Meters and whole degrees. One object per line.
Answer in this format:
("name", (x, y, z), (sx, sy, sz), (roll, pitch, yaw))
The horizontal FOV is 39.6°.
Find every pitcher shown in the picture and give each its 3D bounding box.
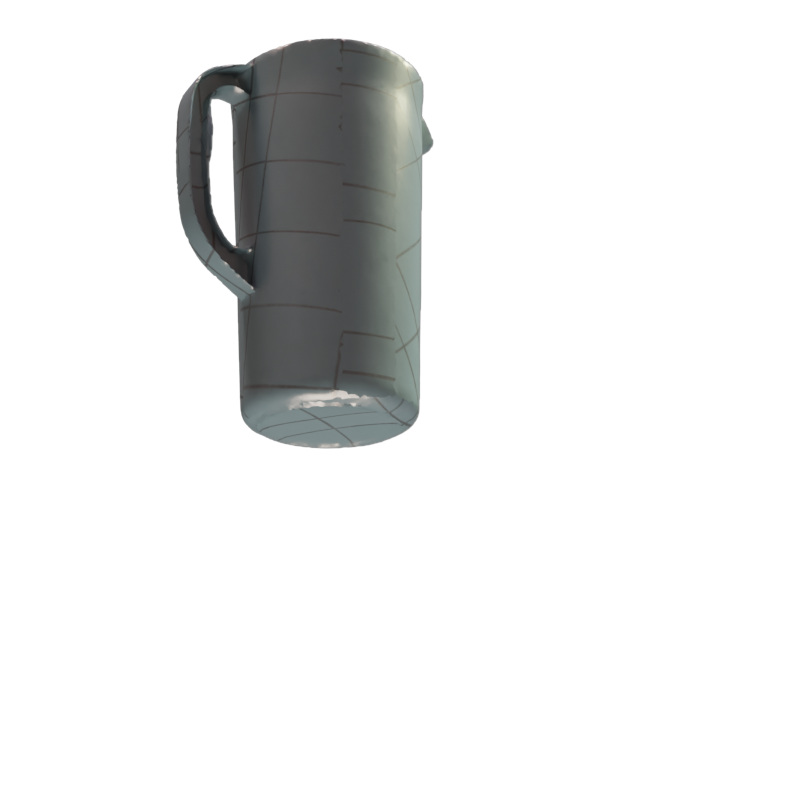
("pitcher", (-0.055, -0.101, 0.709), (0.151, 0.257, 0.136), (-6, -24, 11))
